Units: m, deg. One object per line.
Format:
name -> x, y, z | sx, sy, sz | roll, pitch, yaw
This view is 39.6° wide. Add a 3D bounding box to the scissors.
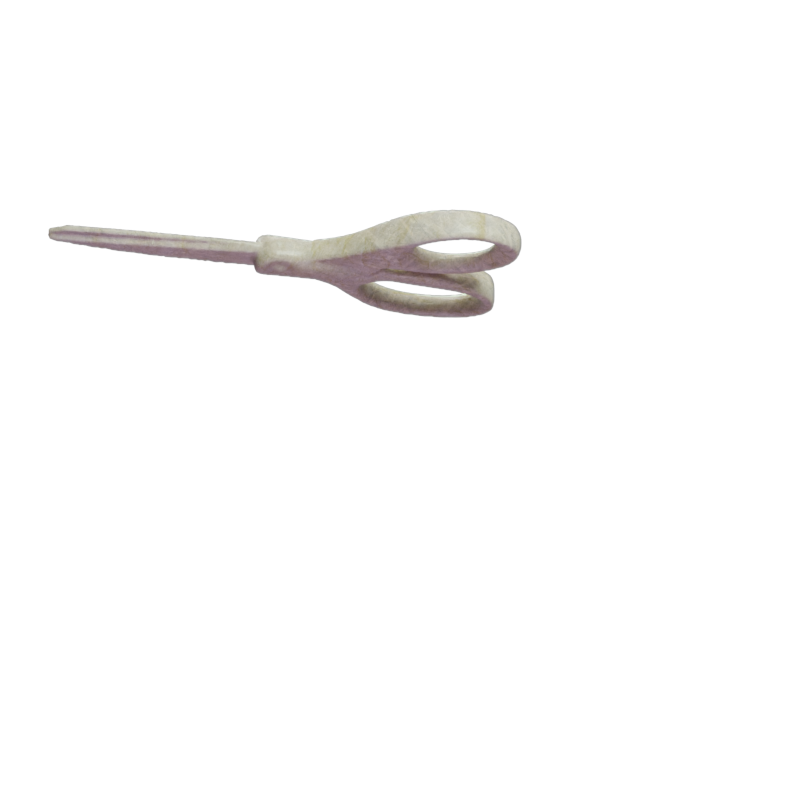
scissors -> -0.037, -0.067, 0.468 | 0.193, 0.017, 0.095 | 11, -23, -27
